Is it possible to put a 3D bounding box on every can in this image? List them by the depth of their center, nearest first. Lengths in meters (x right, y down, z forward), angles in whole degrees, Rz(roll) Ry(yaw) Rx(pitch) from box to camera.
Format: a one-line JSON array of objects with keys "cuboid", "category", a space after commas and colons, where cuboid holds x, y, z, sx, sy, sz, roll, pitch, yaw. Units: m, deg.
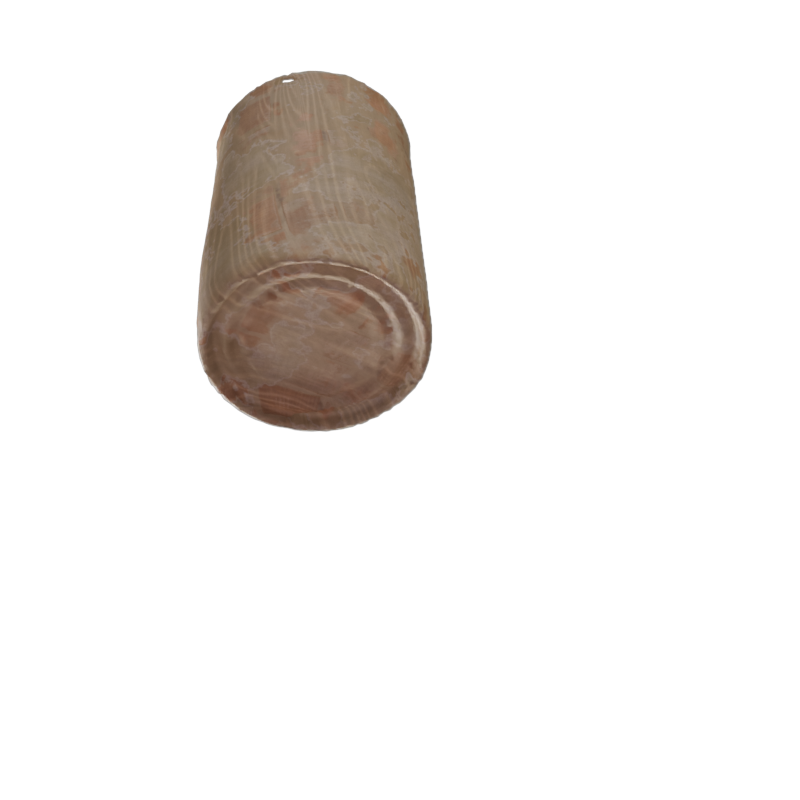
[{"cuboid": [-0.027, -0.050, 0.347, 0.068, 0.064, 0.110, -1, 40, -3], "category": "can"}]
